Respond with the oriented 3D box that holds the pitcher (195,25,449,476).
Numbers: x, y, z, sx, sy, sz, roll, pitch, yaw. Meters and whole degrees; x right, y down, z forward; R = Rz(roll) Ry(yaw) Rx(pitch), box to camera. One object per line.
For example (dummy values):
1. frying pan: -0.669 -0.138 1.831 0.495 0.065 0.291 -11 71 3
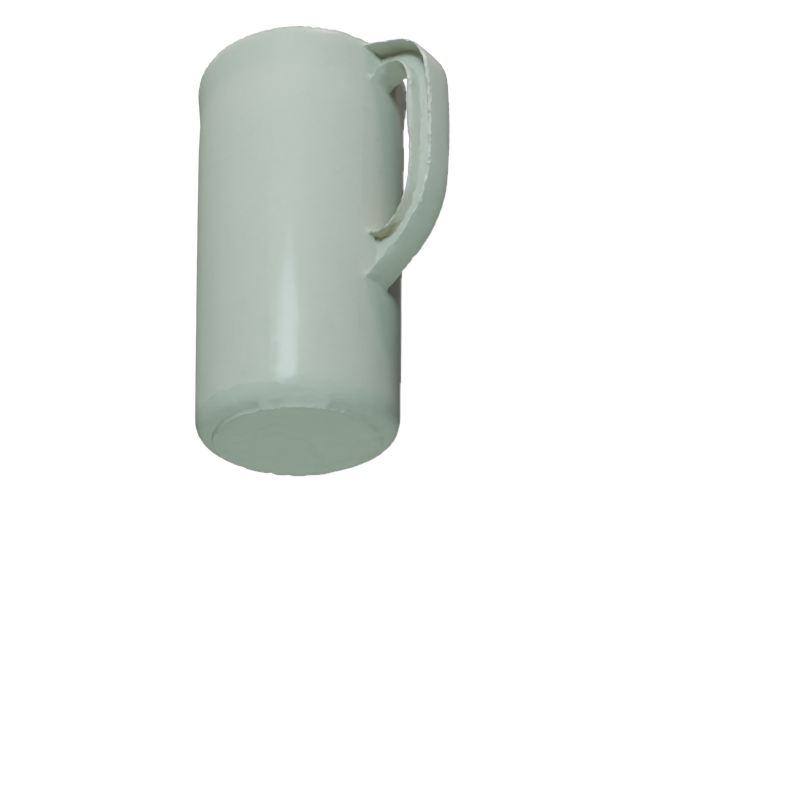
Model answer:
1. pitcher: -0.050 -0.091 0.637 0.144 0.259 0.141 1 -31 -6
